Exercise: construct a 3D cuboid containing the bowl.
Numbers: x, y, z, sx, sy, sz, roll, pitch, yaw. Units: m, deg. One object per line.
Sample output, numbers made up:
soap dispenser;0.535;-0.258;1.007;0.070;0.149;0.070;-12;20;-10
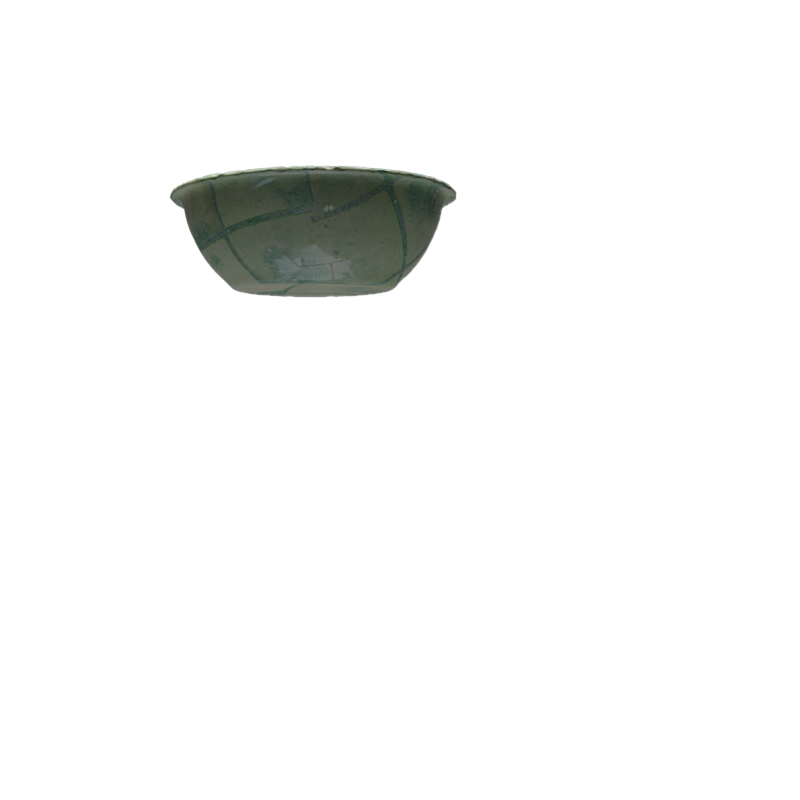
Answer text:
bowl;-0.049;-0.089;0.626;0.162;0.056;0.161;0;-1;-2
